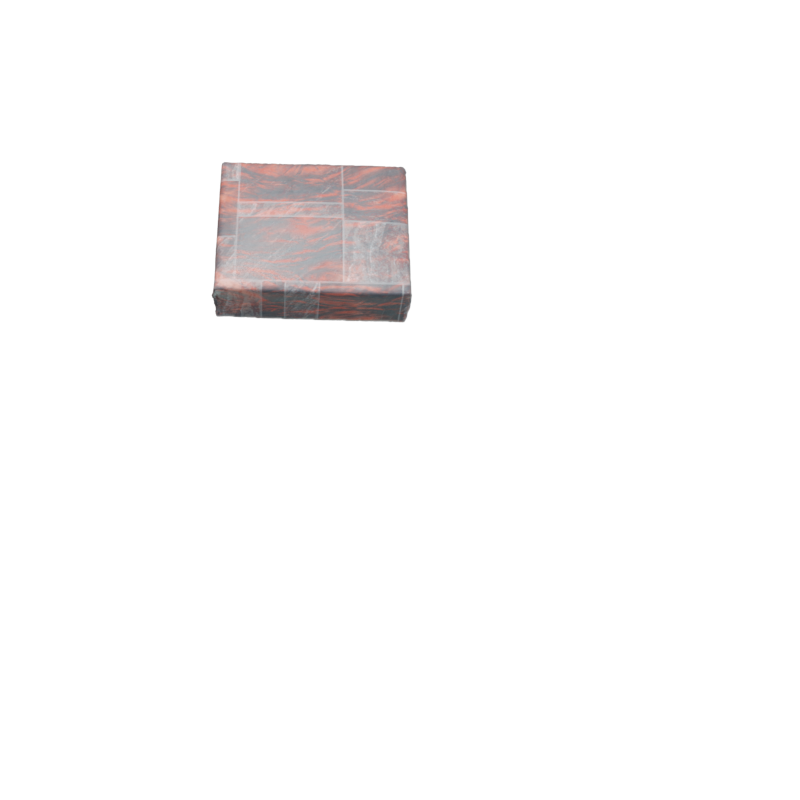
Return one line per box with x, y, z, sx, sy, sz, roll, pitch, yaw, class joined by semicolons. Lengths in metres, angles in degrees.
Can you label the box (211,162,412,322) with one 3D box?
-0.051;-0.093;0.648;0.113;0.096;0.036;0;-32;-1;box
